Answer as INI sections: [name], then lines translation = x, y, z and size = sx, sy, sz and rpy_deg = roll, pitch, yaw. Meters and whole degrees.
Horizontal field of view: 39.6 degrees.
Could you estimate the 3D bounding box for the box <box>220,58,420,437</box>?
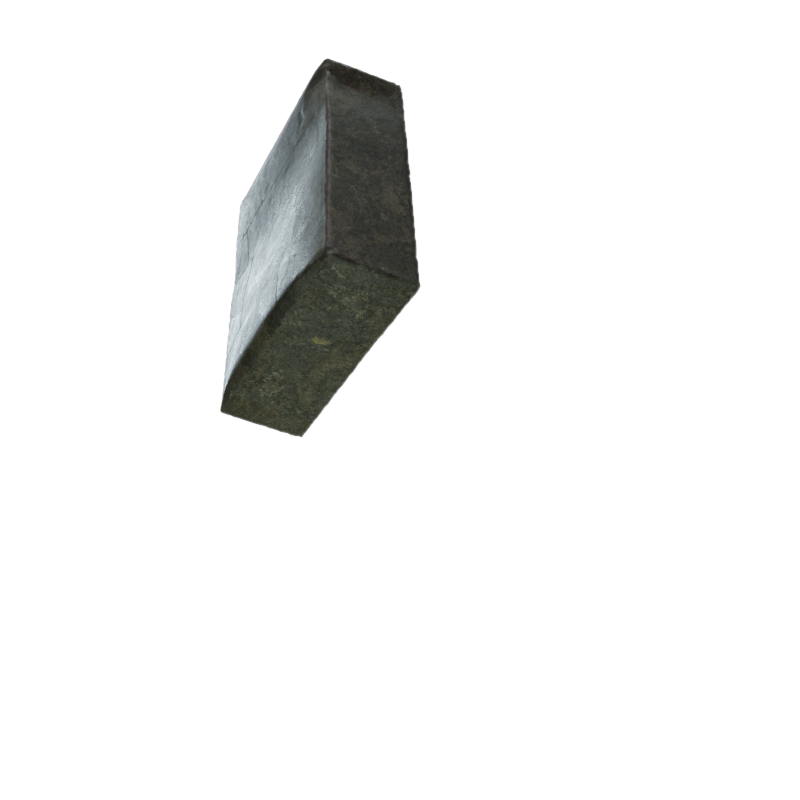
[box]
translation = -0.061, -0.111, 0.774
size = 0.069, 0.230, 0.159
rpy_deg = 19, -48, -23
